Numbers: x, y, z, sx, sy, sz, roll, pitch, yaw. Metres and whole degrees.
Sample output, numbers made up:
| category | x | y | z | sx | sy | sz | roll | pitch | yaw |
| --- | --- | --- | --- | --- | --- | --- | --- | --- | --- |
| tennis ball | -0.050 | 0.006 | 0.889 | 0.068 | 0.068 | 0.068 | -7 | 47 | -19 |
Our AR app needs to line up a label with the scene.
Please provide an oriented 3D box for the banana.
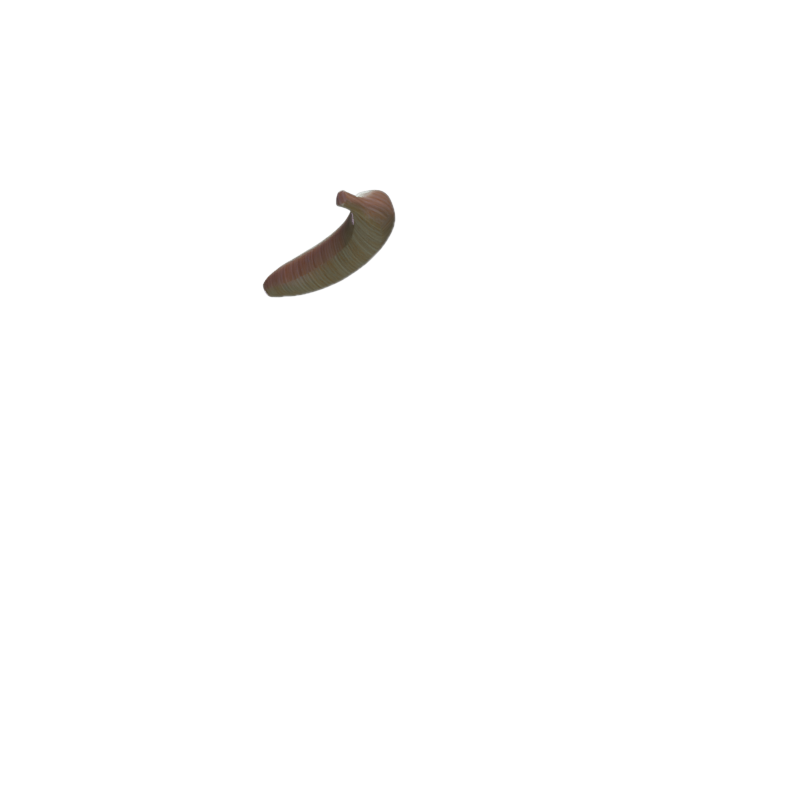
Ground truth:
| category | x | y | z | sx | sy | sz | roll | pitch | yaw |
| --- | --- | --- | --- | --- | --- | --- | --- | --- | --- |
| banana | -0.051 | -0.127 | 0.896 | 0.067 | 0.039 | 0.194 | 8 | -21 | -22 |
